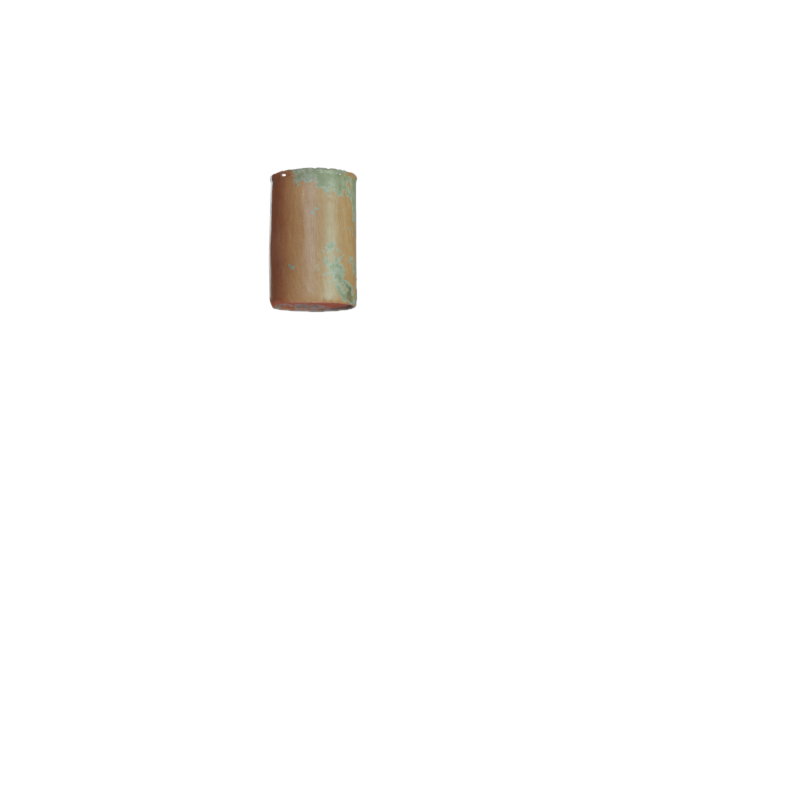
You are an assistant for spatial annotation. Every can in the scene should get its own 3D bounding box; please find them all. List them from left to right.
[{"bbox_3d":[-0.067,-0.122,0.855,0.068,0.104,0.067,0,-7,-2],"label":"can"}]
